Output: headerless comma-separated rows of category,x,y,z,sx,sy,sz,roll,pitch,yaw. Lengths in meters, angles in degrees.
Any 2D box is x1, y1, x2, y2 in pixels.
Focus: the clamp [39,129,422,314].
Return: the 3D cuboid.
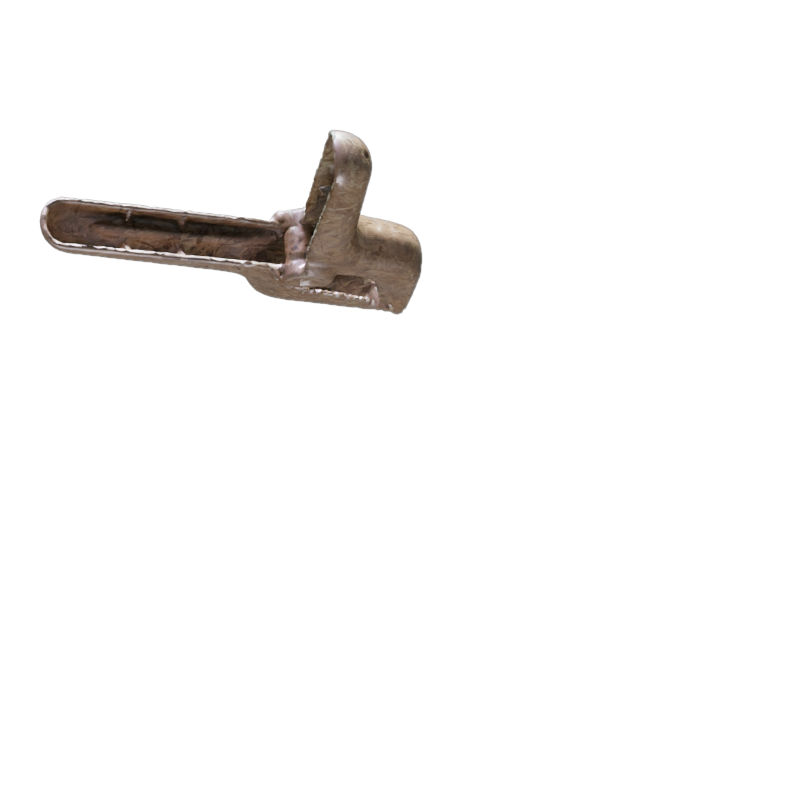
clamp,-0.042,-0.077,0.536,0.169,0.038,0.198,-7,-12,35
